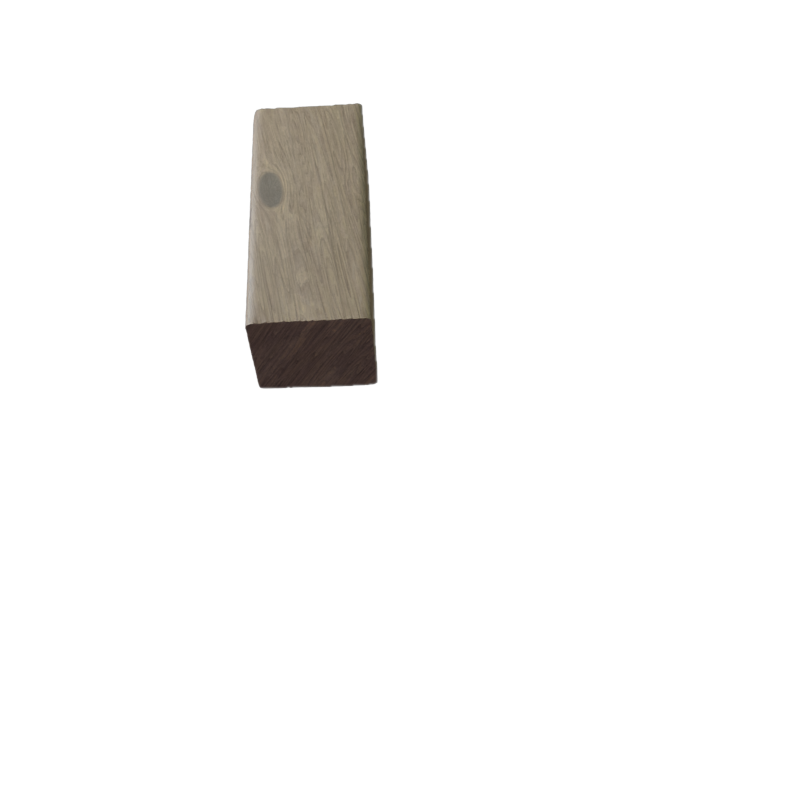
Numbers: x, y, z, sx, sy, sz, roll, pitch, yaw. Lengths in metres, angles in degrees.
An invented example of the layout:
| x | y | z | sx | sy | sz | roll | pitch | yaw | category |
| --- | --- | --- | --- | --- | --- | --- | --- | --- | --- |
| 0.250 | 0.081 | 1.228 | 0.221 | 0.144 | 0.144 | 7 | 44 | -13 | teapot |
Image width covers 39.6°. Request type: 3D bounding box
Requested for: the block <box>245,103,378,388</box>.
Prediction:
| x | y | z | sx | sy | sz | roll | pitch | yaw | category |
| --- | --- | --- | --- | --- | --- | --- | --- | --- | --- |
| -0.067 | -0.121 | 0.851 | 0.090 | 0.221 | 0.084 | -4 | -35 | 1 | block |
